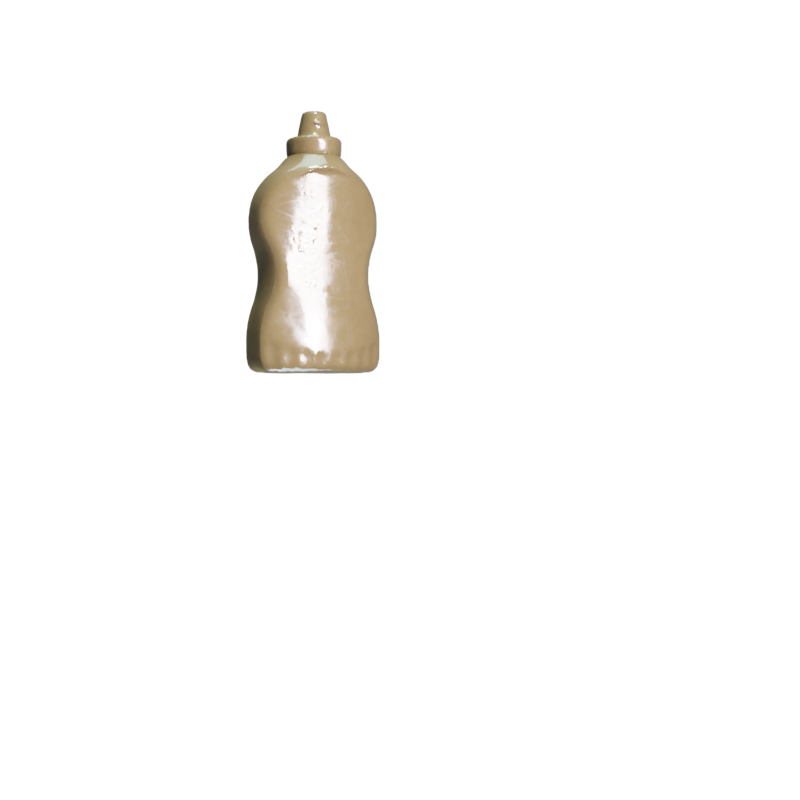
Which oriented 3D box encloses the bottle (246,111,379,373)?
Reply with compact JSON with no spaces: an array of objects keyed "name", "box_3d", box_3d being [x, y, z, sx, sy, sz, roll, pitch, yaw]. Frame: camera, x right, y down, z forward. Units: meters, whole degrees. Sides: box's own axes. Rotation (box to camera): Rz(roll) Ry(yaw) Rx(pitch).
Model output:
[{"name":"bottle","box_3d":[-0.063,-0.116,0.812,0.093,0.195,0.059,2,-7,-24]}]
